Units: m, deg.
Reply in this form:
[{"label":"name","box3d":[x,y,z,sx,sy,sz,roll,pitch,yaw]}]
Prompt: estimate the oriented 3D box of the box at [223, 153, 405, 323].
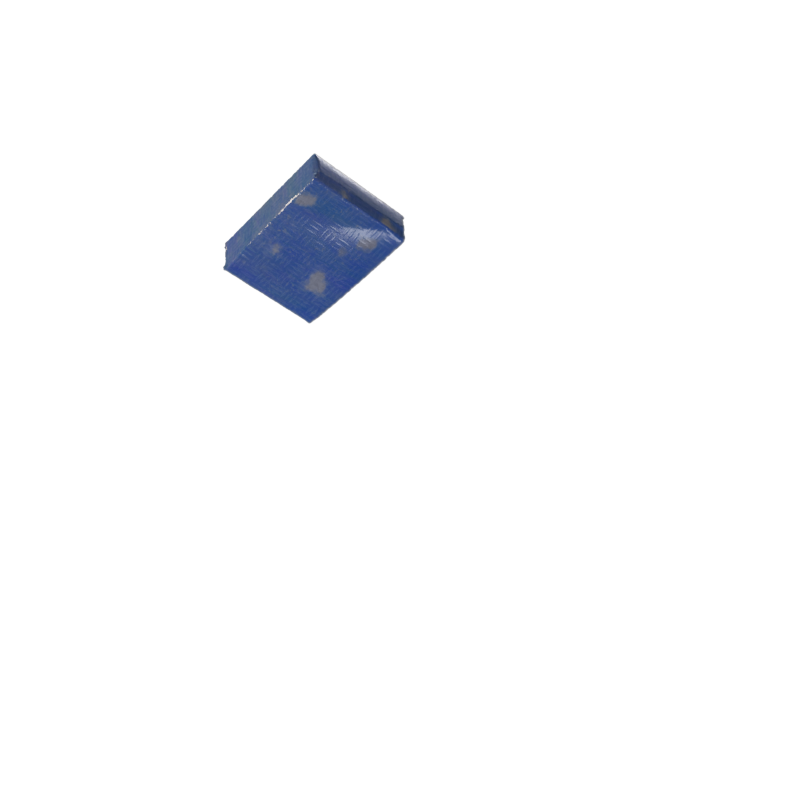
[{"label":"box","box3d":[-0.066,-0.120,0.840,0.085,0.042,0.112,35,-60,-25]}]
